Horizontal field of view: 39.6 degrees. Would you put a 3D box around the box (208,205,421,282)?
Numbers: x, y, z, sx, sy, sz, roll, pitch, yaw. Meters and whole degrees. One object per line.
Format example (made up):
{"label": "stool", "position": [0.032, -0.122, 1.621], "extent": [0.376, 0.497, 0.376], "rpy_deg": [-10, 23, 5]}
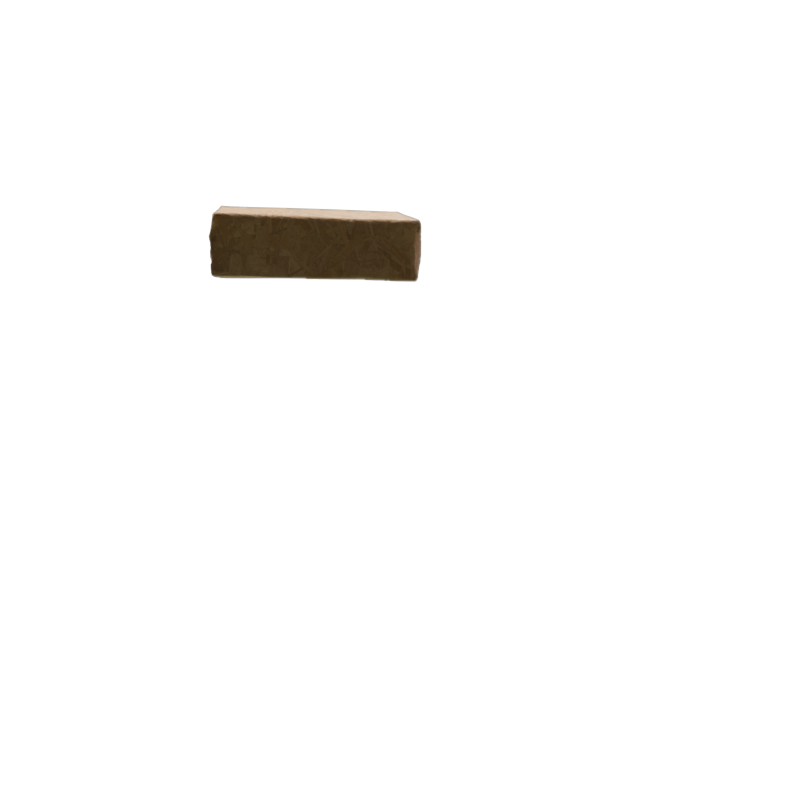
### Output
{"label": "box", "position": [-0.049, -0.089, 0.625], "extent": [0.113, 0.038, 0.092], "rpy_deg": [-1, 10, -4]}
